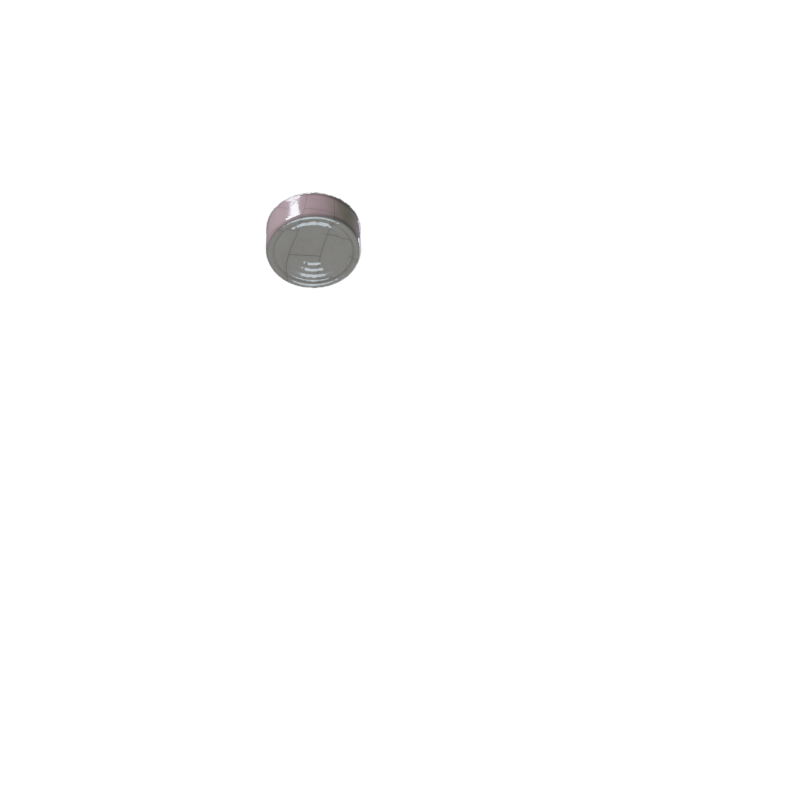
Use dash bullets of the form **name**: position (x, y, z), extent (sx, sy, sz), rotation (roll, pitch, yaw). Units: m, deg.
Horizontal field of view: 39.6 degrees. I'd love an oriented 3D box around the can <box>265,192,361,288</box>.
- **can**: position (-0.077, -0.141, 0.988), extent (0.086, 0.080, 0.036), rotation (1, 43, -1)
